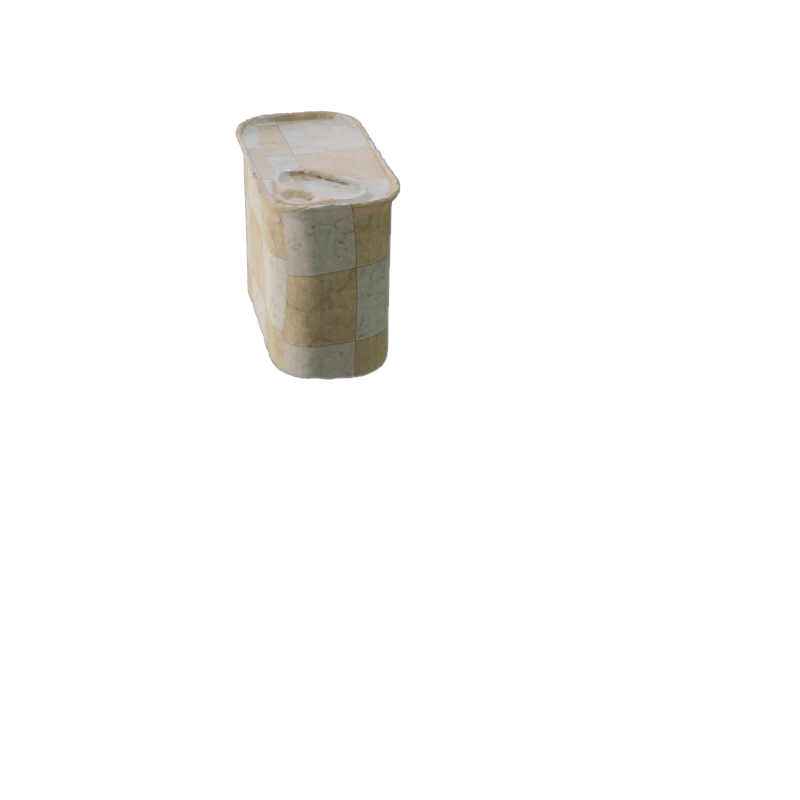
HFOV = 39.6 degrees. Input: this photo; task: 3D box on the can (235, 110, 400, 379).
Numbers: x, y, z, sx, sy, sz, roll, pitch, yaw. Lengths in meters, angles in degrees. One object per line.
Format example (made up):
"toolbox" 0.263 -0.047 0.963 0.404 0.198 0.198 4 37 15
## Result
"can" -0.038 -0.069 0.487 0.057 0.079 0.110 -6 32 -13
